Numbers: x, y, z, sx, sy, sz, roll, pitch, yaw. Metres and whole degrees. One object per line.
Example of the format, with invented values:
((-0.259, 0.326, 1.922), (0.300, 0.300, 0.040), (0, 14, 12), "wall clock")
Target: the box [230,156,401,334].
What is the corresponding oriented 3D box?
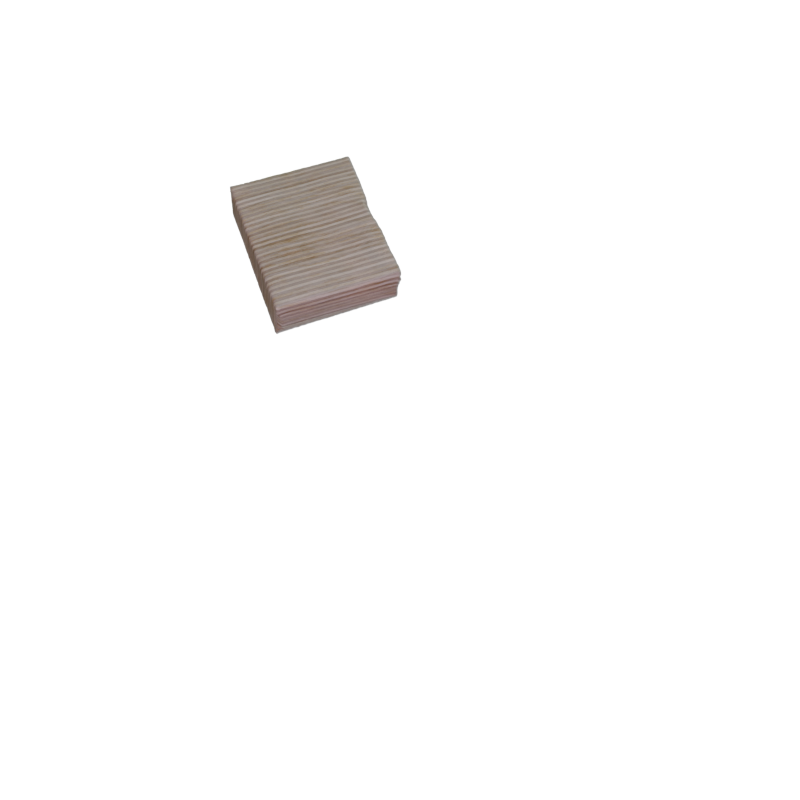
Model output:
((-0.049, -0.089, 0.627), (0.073, 0.096, 0.028), (-17, -30, -10), "box")
